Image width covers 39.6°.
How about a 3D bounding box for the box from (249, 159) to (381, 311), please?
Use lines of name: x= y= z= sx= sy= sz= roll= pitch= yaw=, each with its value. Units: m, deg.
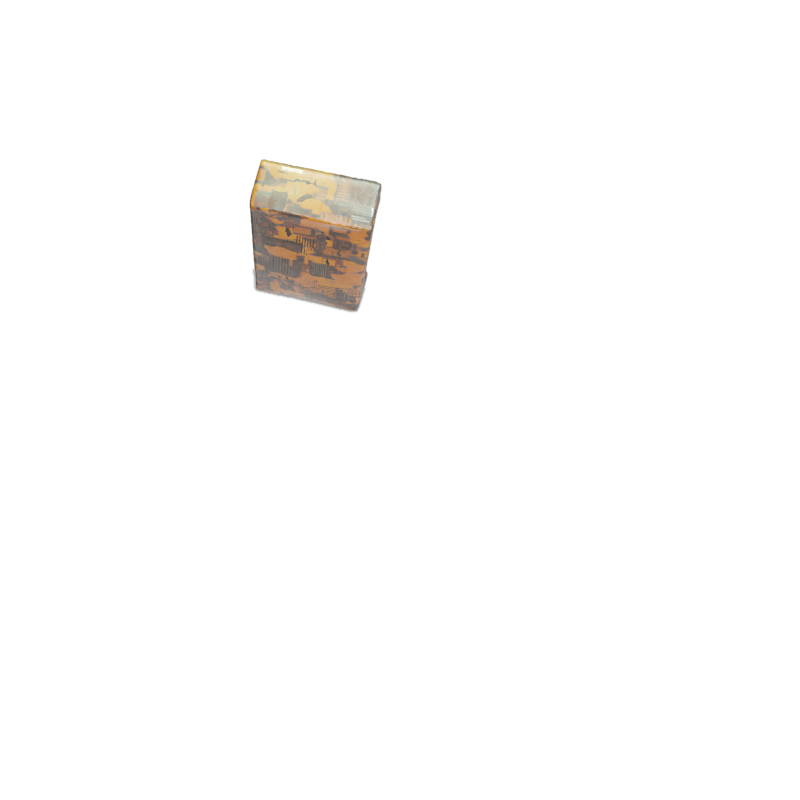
box: x=-0.069 y=-0.125 z=0.875 sx=0.094 sy=0.050 sz=0.170 roll=12 pitch=-14 yaw=0
